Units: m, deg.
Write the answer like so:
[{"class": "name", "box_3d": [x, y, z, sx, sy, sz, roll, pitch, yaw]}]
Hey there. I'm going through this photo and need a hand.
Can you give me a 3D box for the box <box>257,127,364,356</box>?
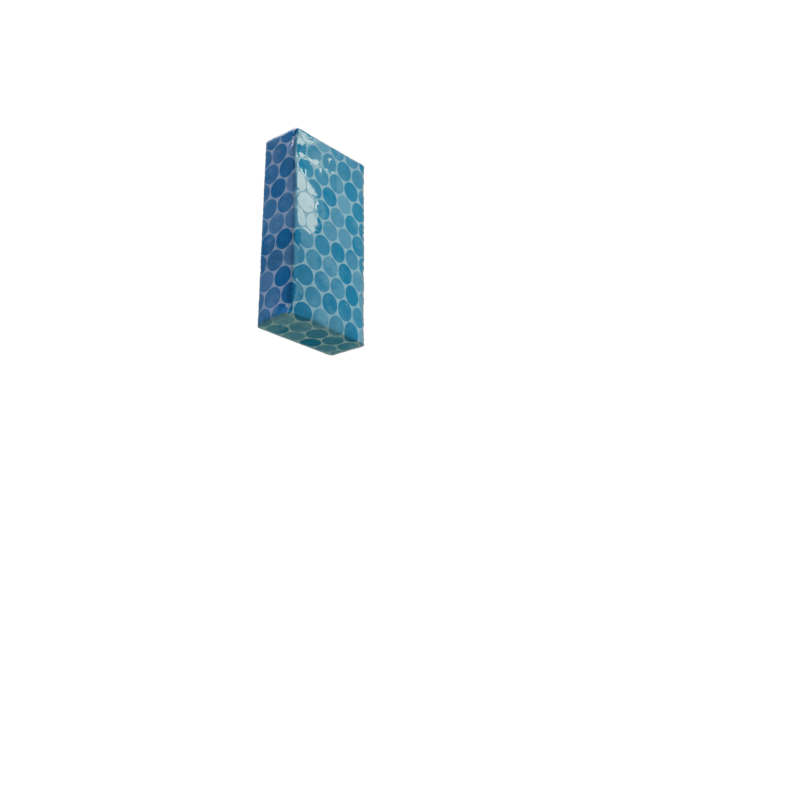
[{"class": "box", "box_3d": [-0.075, -0.136, 0.955, 0.048, 0.187, 0.087, -23, -32, 36]}]
